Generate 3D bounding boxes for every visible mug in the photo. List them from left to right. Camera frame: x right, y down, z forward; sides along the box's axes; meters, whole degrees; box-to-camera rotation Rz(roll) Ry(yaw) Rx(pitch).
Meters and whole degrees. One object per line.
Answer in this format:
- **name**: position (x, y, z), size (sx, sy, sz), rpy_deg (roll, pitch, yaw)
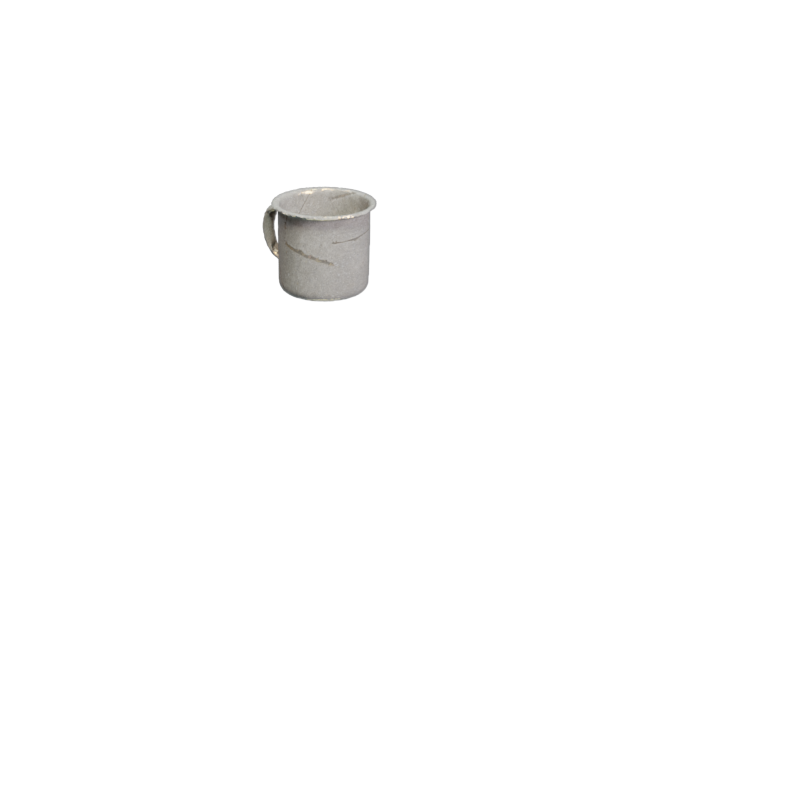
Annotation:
- **mug**: position (-0.078, -0.142, 0.997), size (0.123, 0.078, 0.093), rpy_deg (17, 29, 32)
